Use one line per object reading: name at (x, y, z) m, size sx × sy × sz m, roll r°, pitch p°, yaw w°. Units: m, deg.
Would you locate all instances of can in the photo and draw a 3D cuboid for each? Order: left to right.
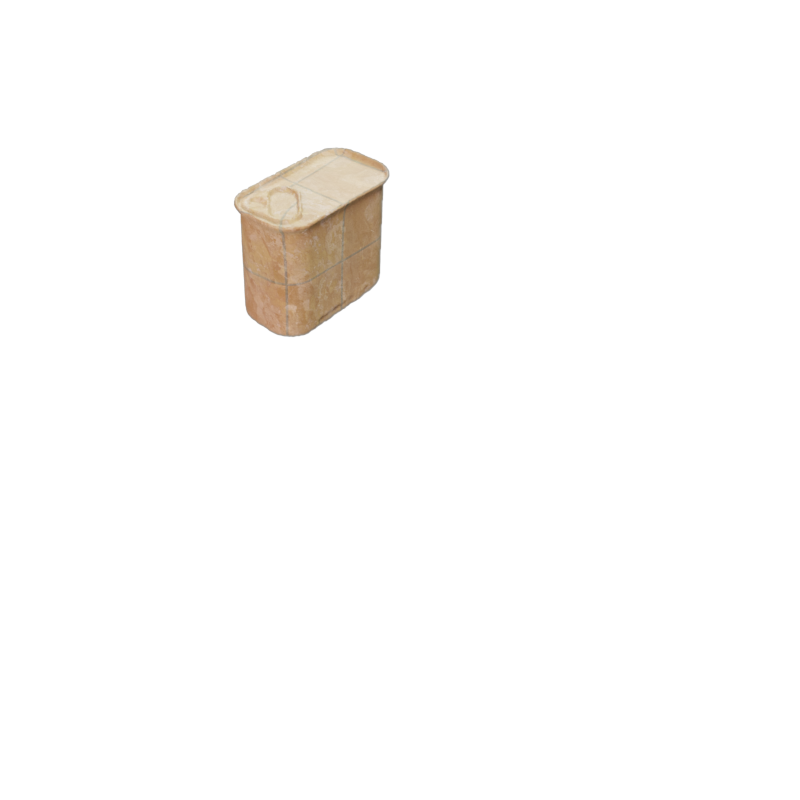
can at (-0.055, -0.100, 0.703) m, size 0.061 × 0.078 × 0.103 m, roll 27°, pitch 44°, yaw 30°
